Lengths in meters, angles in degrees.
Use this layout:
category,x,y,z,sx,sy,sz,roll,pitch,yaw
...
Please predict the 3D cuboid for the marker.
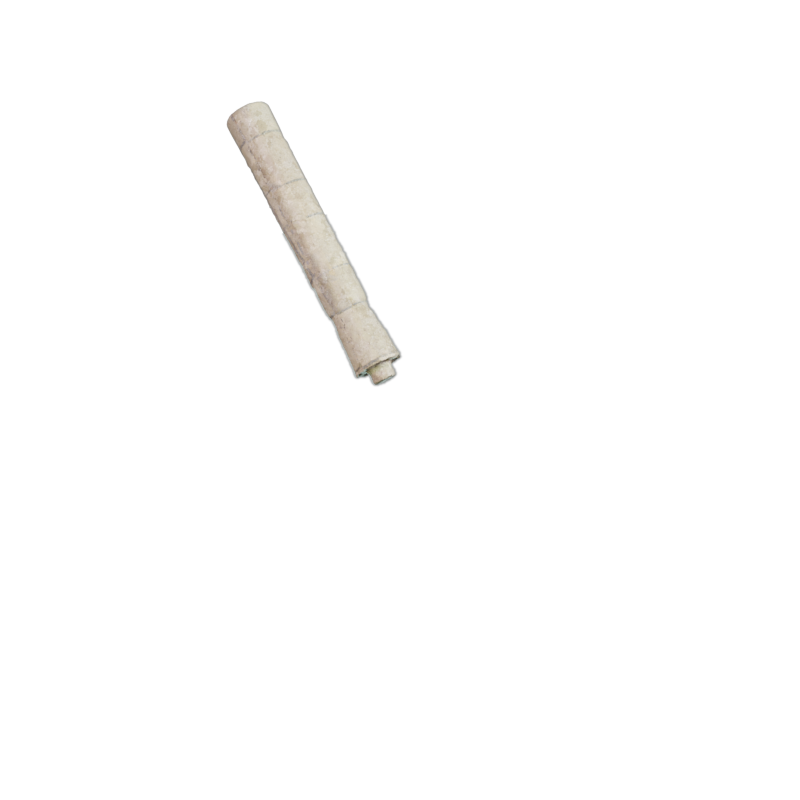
category,x,y,z,sx,sy,sz,roll,pitch,yaw
marker,-0.033,-0.061,0.427,0.020,0.126,0.019,-25,-16,-8
